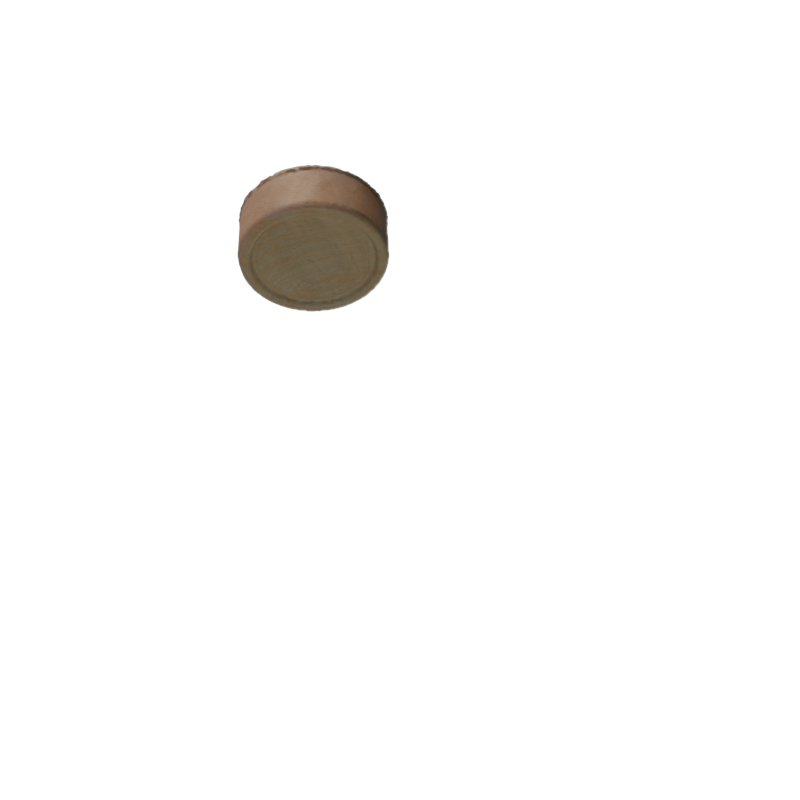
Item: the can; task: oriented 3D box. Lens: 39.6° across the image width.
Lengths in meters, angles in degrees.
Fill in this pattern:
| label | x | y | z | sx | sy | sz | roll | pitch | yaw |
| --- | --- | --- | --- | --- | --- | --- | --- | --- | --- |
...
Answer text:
| label | x | y | z | sx | sy | sz | roll | pitch | yaw |
| --- | --- | --- | --- | --- | --- | --- | --- | --- | --- |
| can | -0.049 | -0.090 | 0.627 | 0.086 | 0.036 | 0.080 | 1 | -42 | -1 |
